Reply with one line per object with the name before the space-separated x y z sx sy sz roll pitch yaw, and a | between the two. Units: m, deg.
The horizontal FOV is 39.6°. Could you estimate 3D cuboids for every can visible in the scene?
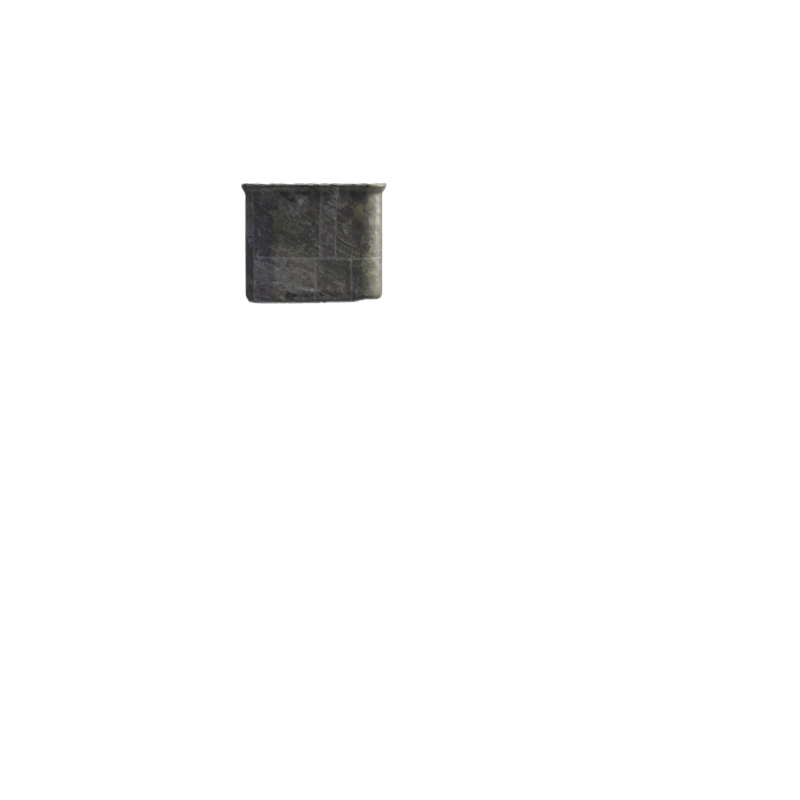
can | -0.062 -0.113 0.793 0.101 0.083 0.059 -1 5 -9
